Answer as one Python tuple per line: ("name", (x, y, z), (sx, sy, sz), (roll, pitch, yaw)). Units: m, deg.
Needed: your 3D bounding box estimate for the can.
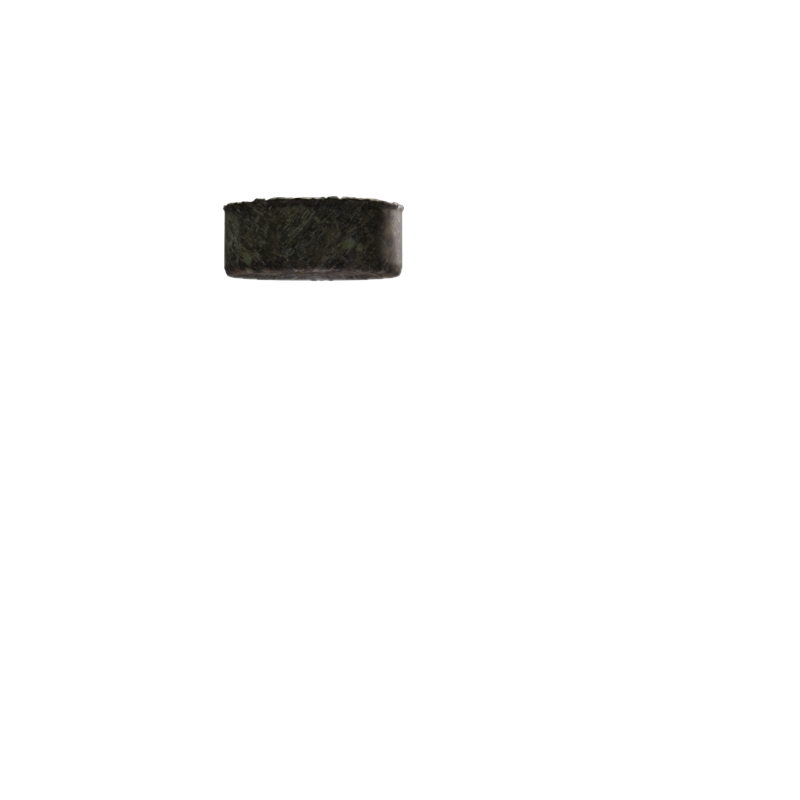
("can", (-0.041, -0.075, 0.526), (0.086, 0.034, 0.086), (0, 2, -2))
